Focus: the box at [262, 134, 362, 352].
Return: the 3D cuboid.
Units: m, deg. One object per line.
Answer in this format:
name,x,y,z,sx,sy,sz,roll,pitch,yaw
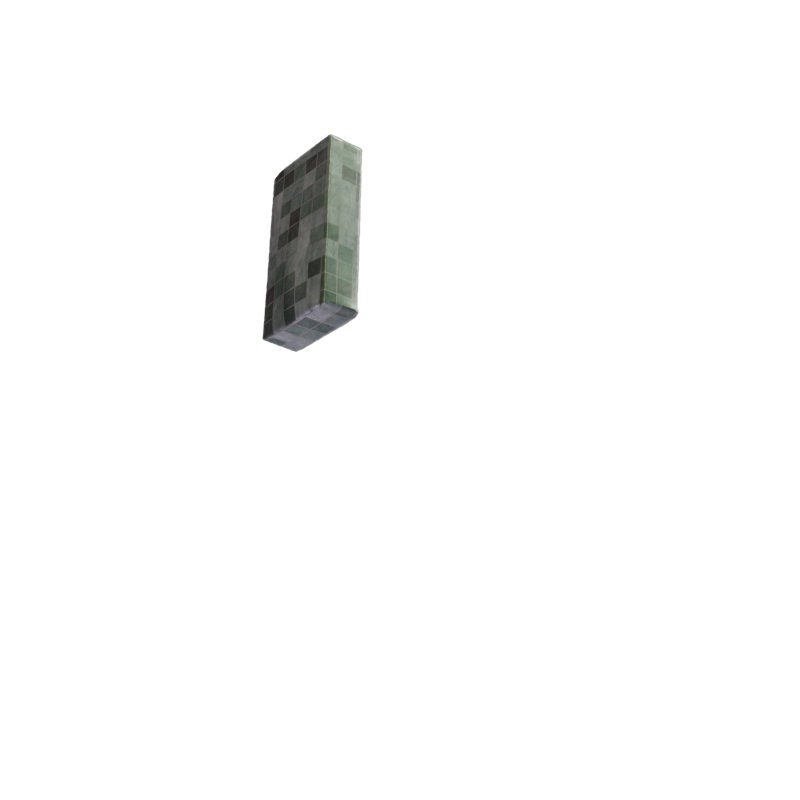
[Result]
box,-0.078,-0.142,0.996,0.045,0.187,0.093,20,-35,-35
